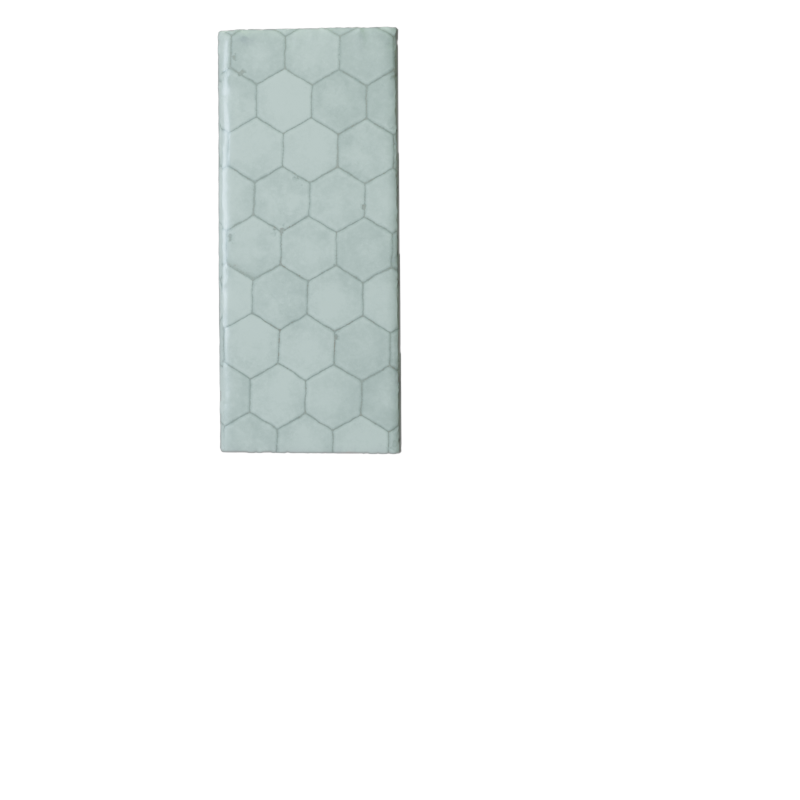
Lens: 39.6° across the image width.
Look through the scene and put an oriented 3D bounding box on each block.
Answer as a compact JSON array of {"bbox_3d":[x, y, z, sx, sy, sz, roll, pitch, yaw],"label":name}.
[{"bbox_3d":[-0.046,-0.083,0.578,0.091,0.207,0.090,0,0,1],"label":"block"}]
